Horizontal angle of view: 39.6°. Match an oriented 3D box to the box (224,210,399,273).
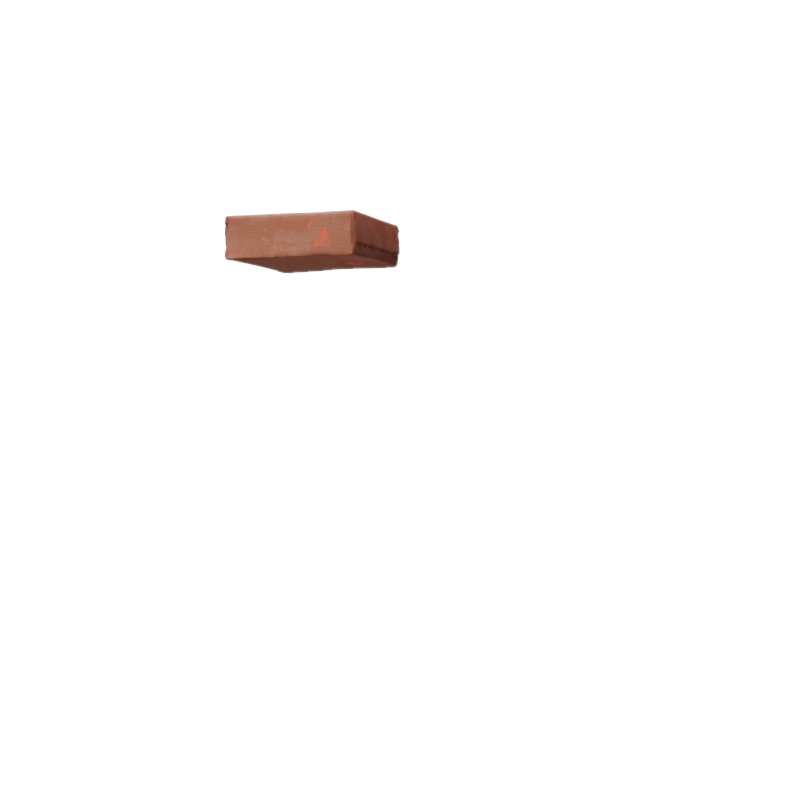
[{"bbox_3d":[-0.068,-0.125,0.873,0.117,0.039,0.086,-1,-2,24],"label":"box"}]
